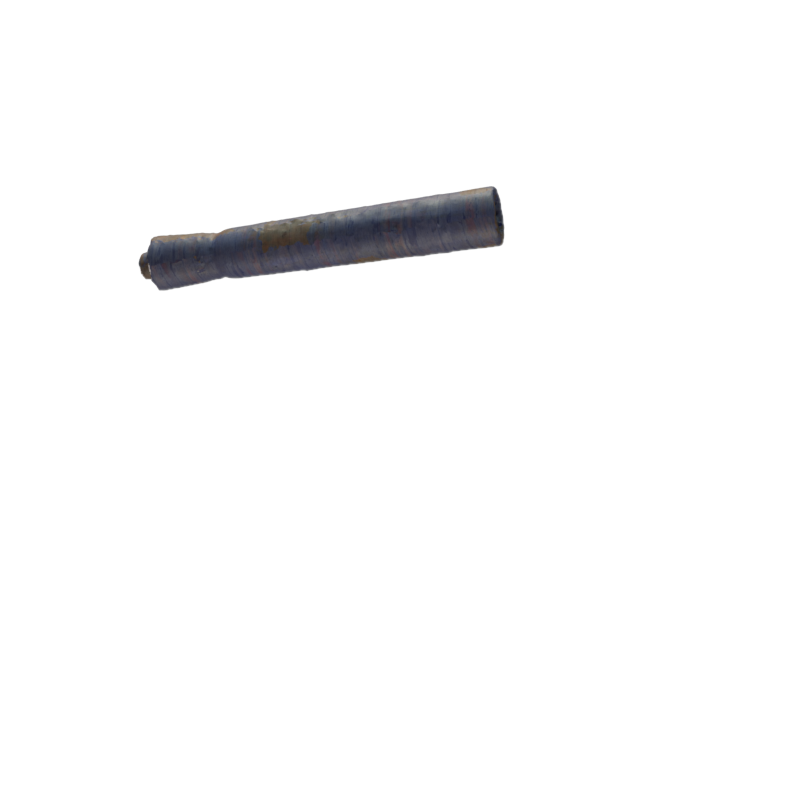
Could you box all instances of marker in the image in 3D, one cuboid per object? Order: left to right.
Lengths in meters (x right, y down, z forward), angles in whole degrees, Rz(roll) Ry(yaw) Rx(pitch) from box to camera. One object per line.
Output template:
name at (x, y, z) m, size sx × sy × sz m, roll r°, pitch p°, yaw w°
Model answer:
marker at (-0.028, -0.051, 0.358) m, size 0.123 × 0.020 × 0.019 m, roll -6°, pitch 2°, yaw 17°
